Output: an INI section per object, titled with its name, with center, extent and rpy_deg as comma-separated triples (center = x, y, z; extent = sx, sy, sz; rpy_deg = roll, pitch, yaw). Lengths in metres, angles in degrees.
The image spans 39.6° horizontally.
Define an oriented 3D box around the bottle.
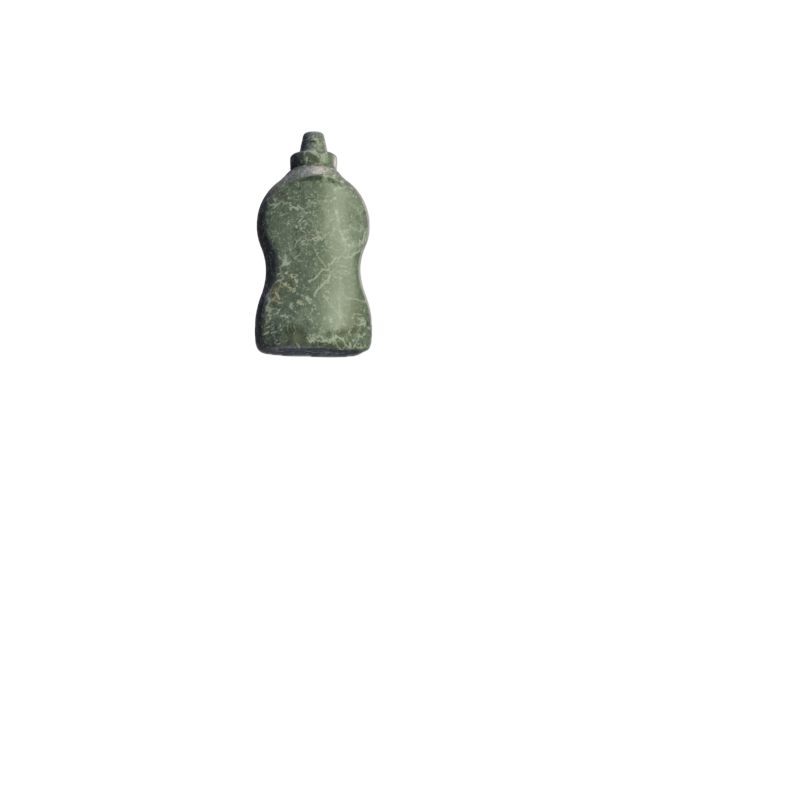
[bottle]
center = -0.074, -0.135, 0.942
extent = 0.094, 0.198, 0.058
rpy_deg = 2, -12, -12
